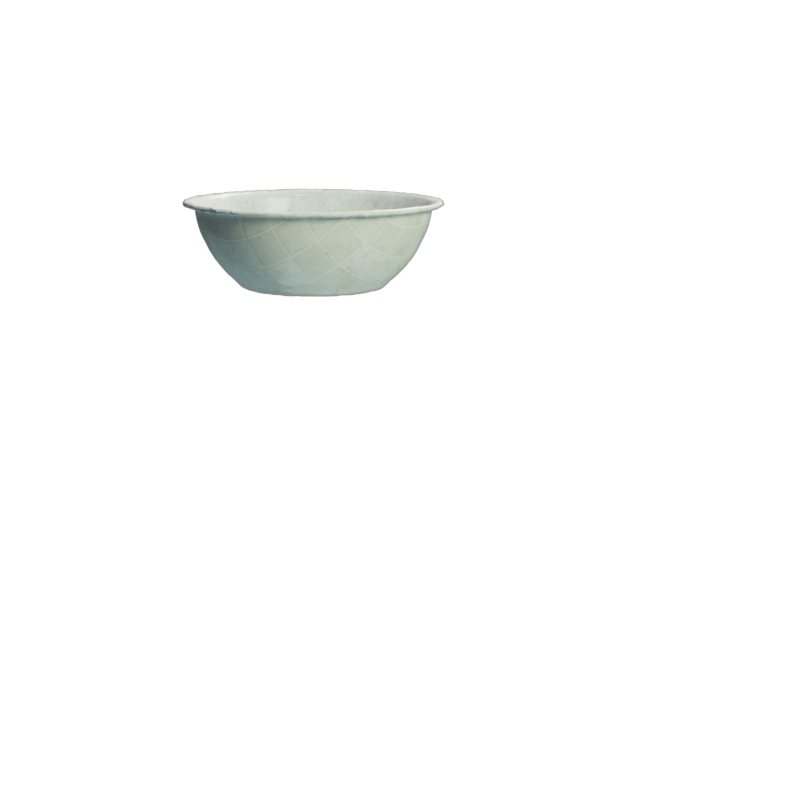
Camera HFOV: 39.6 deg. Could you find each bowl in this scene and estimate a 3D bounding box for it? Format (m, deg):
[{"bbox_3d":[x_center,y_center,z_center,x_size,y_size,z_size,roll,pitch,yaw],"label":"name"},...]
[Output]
[{"bbox_3d":[-0.054,-0.099,0.690,0.162,0.054,0.167,0,14,-2],"label":"bowl"}]
